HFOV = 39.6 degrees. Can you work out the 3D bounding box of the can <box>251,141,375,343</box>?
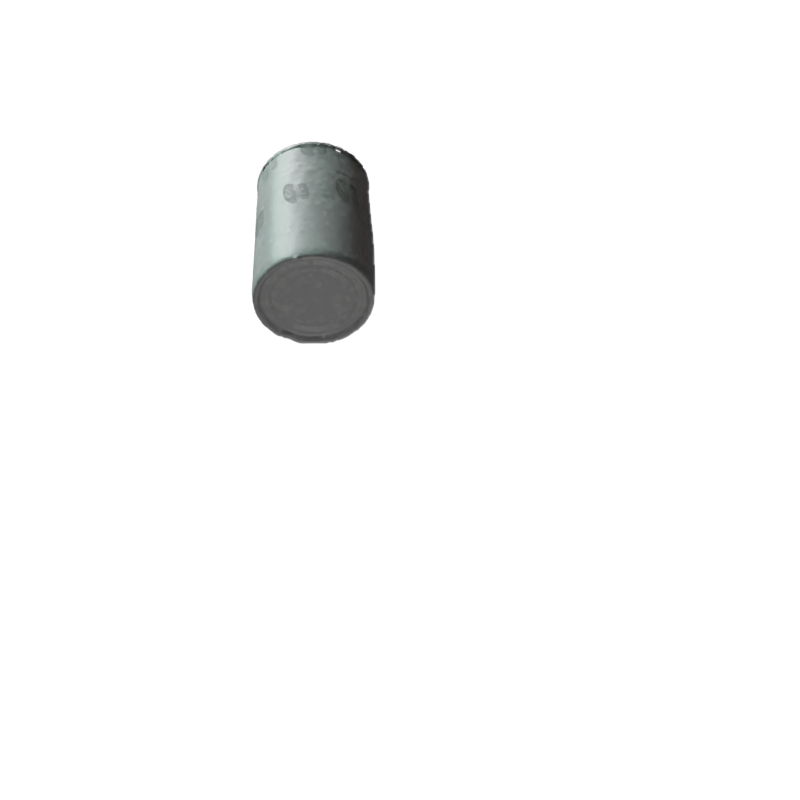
[{"bbox_3d":[-0.049,-0.090,0.630,0.068,0.064,0.110,-1,44,-3],"label":"can"}]
